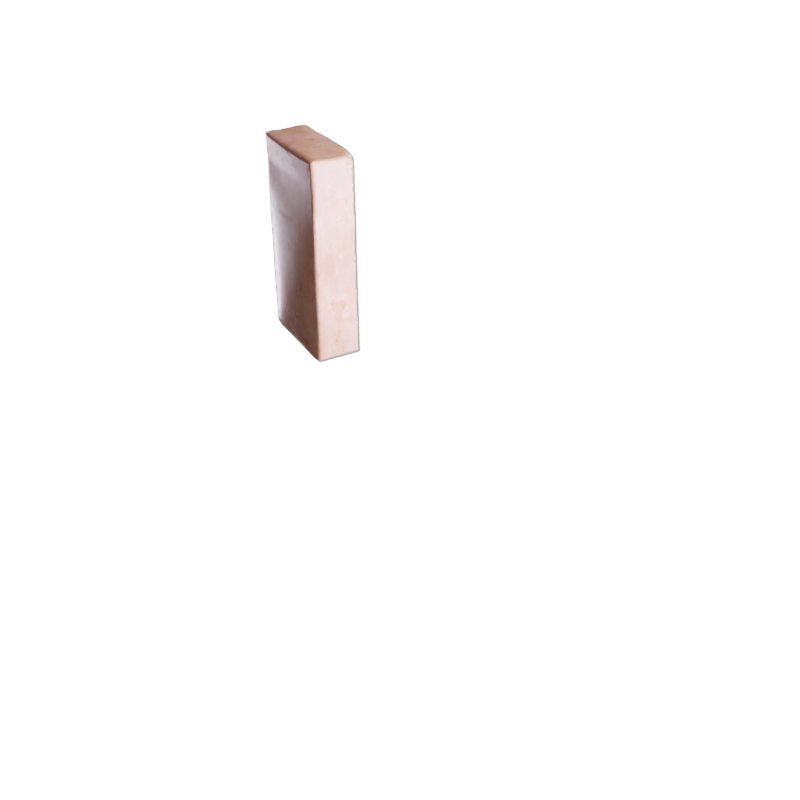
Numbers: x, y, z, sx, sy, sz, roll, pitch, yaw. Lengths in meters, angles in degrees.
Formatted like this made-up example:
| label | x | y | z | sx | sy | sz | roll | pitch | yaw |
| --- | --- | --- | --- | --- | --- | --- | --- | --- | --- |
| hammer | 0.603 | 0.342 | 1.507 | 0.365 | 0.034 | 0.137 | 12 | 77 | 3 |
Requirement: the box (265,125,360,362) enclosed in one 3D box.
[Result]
| label | x | y | z | sx | sy | sz | roll | pitch | yaw |
| --- | --- | --- | --- | --- | --- | --- | --- | --- | --- |
| box | -0.072 | -0.132 | 0.924 | 0.047 | 0.167 | 0.100 | -11 | 29 | -25 |
